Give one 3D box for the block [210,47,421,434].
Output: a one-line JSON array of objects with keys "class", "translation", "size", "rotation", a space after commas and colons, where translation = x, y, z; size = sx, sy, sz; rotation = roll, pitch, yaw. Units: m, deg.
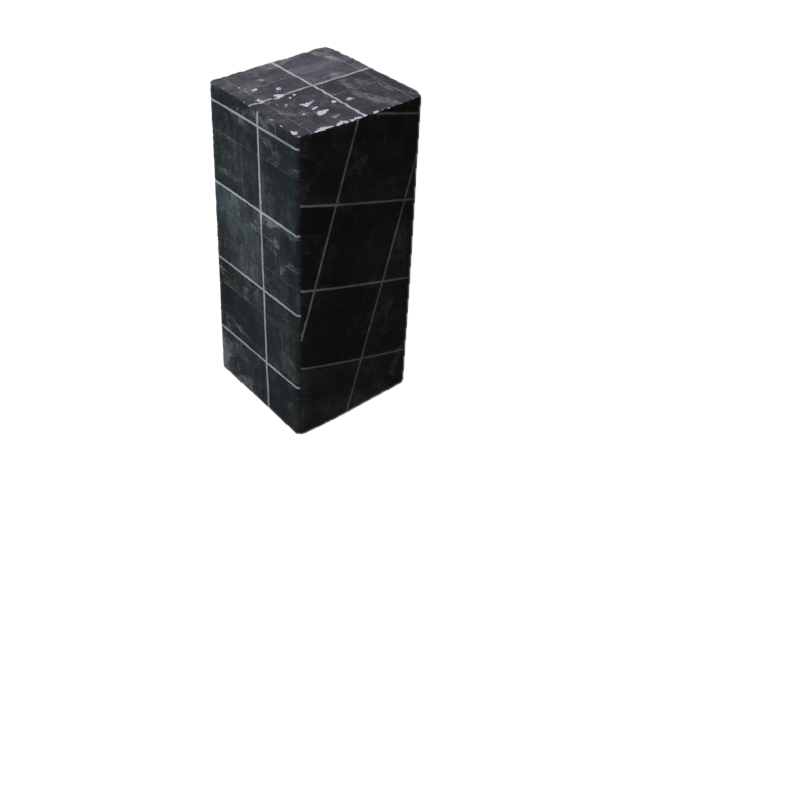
[{"class": "block", "translation": [-0.053, -0.097, 0.679], "size": [0.089, 0.193, 0.097], "rotation": [-24, 43, -32]}]
